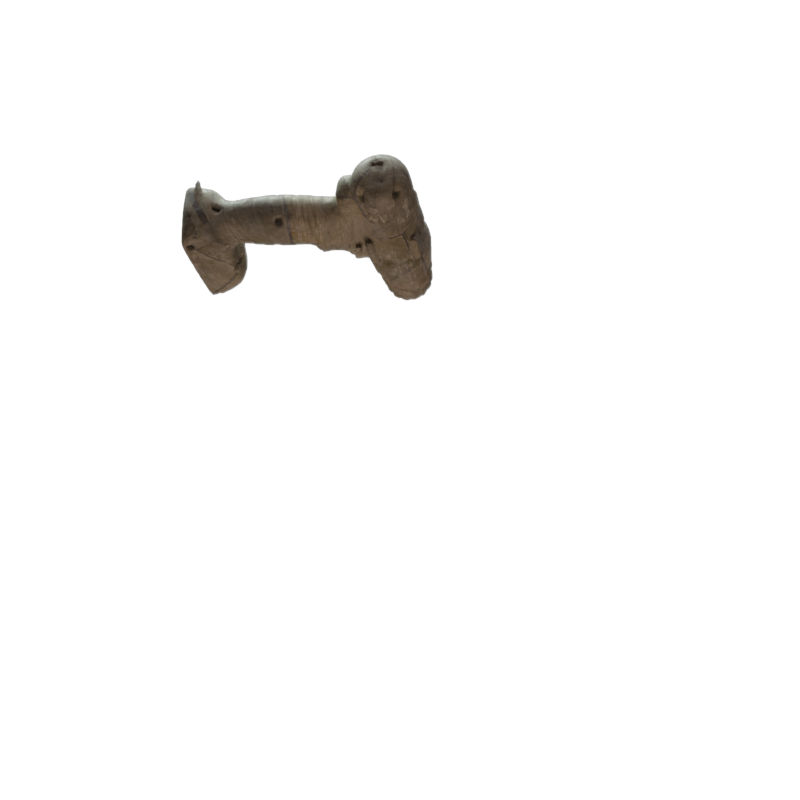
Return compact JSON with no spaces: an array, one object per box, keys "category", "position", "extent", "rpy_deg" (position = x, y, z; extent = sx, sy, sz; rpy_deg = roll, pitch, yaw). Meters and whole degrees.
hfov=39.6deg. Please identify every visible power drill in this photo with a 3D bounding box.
[{"category":"power drill","position":[-0.070,-0.127,0.892],"extent":[0.189,0.061,0.172],"rpy_deg":[-5,-26,9]}]
